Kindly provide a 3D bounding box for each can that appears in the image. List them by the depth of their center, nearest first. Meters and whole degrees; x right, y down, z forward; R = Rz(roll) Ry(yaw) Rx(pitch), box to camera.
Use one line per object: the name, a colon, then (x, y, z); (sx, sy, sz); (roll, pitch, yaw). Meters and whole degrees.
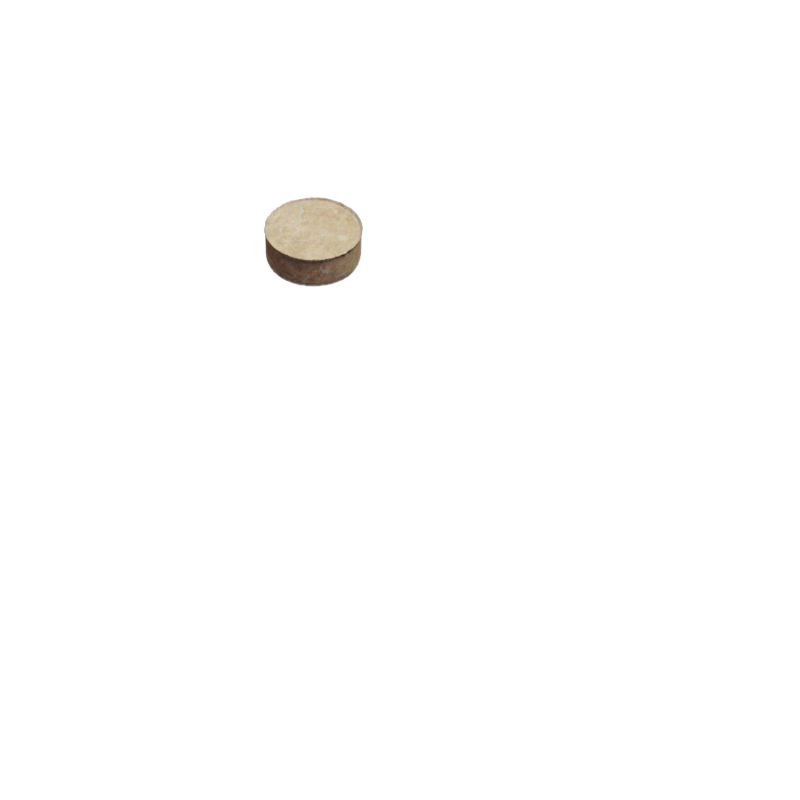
can: (-0.076, -0.139, 0.973); (0.086, 0.031, 0.092); (-1, 44, -1)
